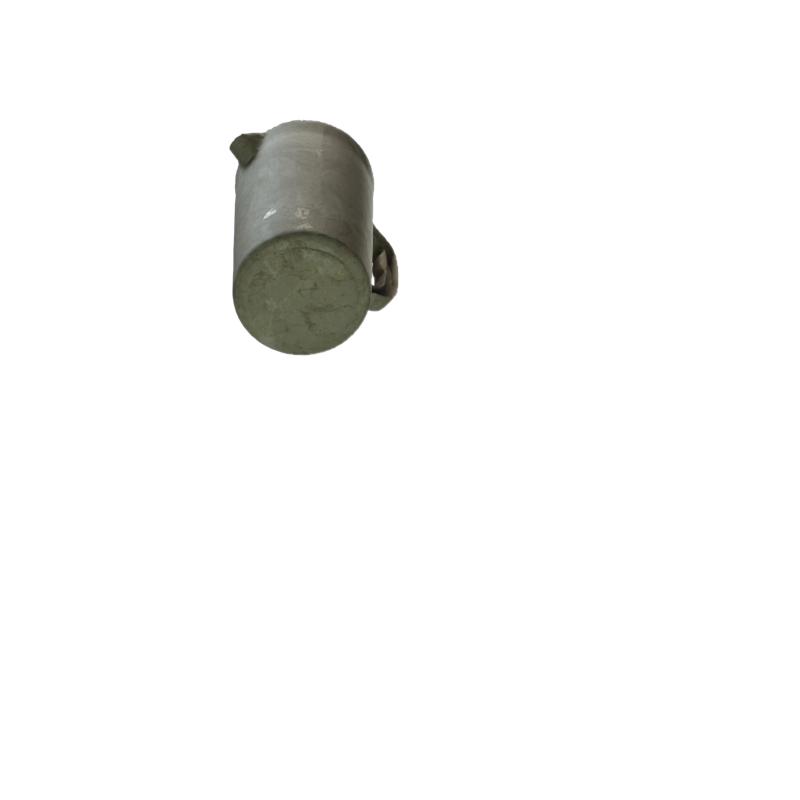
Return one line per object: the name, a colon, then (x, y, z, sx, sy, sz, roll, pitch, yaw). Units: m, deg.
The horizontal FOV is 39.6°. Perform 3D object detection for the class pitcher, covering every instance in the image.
pitcher: (-0.075, -0.137, 0.959, 0.149, 0.136, 0.258, -4, 31, -1)
